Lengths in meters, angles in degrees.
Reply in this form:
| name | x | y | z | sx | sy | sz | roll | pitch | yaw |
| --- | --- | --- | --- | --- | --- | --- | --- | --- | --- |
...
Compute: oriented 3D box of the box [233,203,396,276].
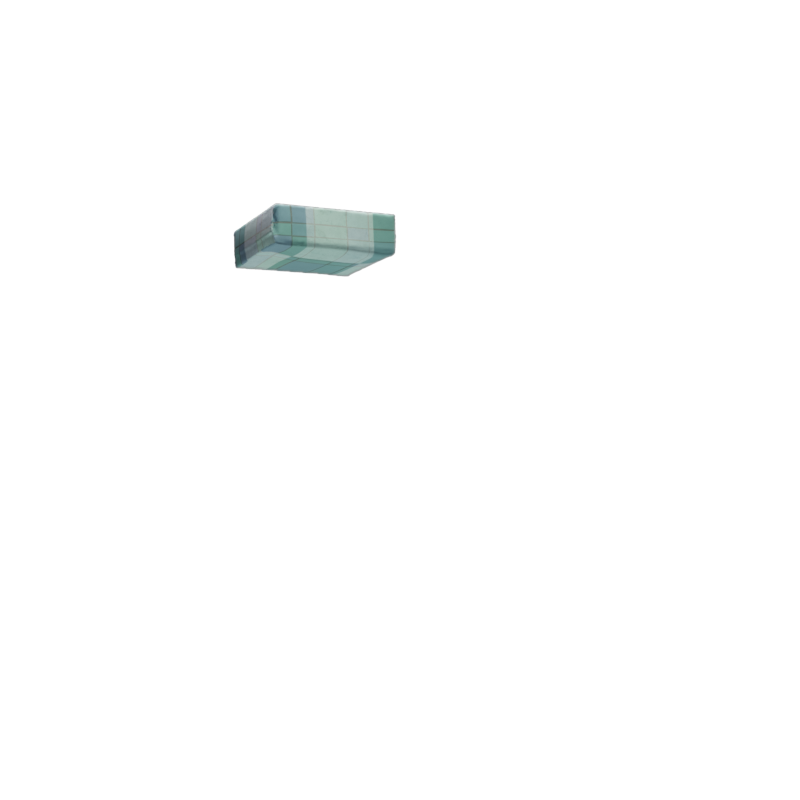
| name | x | y | z | sx | sy | sz | roll | pitch | yaw |
| --- | --- | --- | --- | --- | --- | --- | --- | --- | --- |
| box | -0.073 | -0.133 | 0.932 | 0.109 | 0.040 | 0.091 | 4 | -9 | -27 |
